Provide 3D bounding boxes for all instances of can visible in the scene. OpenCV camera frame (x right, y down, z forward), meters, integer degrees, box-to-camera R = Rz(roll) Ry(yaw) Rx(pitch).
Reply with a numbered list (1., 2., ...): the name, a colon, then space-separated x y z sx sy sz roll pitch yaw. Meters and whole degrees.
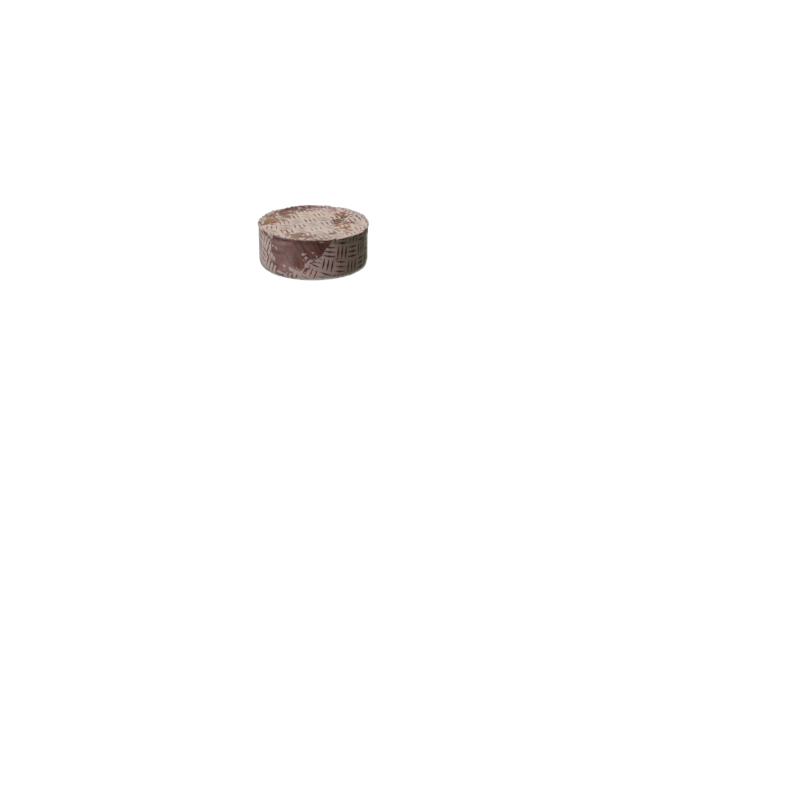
1. can: -0.067 -0.123 0.860 0.086 0.032 0.090 -1 26 -2
